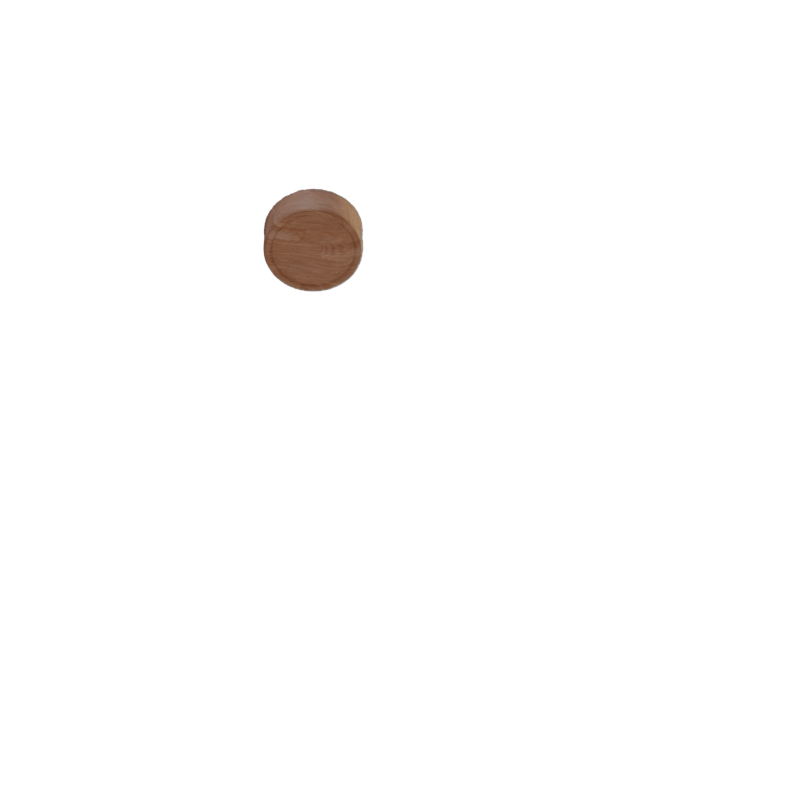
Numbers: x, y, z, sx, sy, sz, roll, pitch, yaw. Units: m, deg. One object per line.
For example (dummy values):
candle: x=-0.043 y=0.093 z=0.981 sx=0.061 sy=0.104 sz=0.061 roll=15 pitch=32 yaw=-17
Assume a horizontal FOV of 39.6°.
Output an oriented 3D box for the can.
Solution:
can: x=-0.074 y=-0.135 z=0.943 sx=0.086 sy=0.080 sz=0.036 roll=1 pitch=36 yaw=-1
